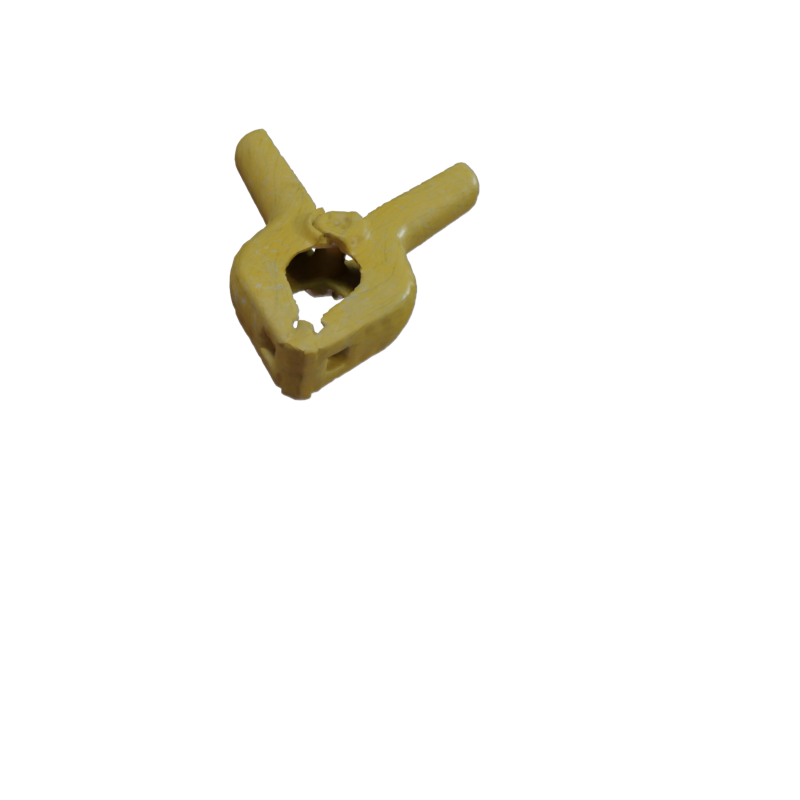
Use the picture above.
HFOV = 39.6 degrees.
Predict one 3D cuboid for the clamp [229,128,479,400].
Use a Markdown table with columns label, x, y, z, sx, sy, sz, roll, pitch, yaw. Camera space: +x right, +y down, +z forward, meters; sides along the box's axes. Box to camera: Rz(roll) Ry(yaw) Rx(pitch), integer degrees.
| label | x | y | z | sx | sy | sz | roll | pitch | yaw |
| --- | --- | --- | --- | --- | --- | --- | --- | --- | --- |
| clamp | -0.039 | -0.071 | 0.495 | 0.123 | 0.037 | 0.179 | 10 | 38 | 13 |
